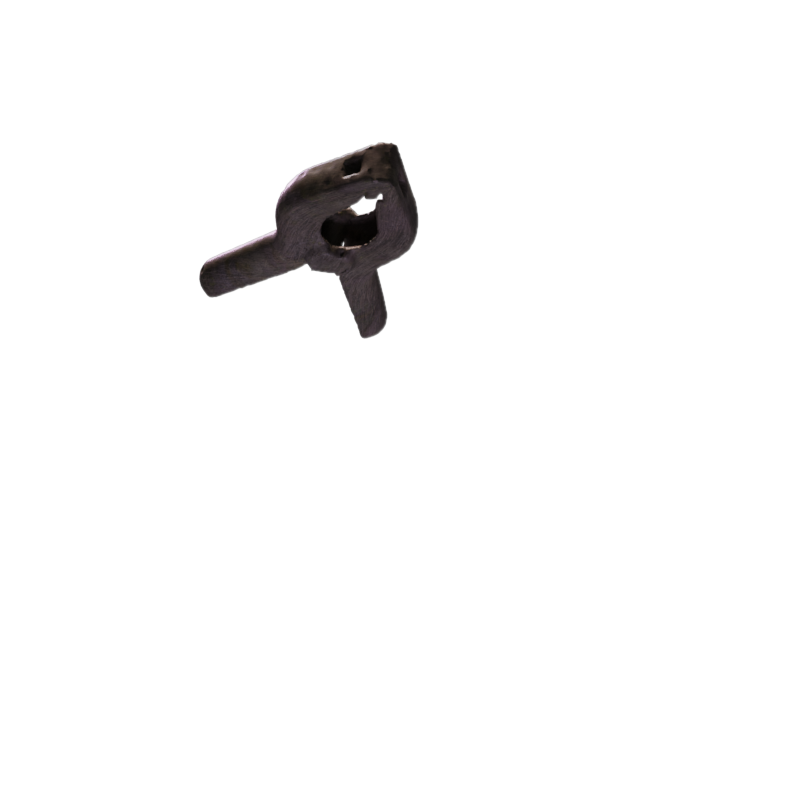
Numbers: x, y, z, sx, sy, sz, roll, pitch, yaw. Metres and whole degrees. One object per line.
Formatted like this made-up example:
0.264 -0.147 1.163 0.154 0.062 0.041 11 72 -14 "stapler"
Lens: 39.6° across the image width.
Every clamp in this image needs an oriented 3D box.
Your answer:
-0.050 -0.091 0.636 0.118 0.042 0.163 6 -30 -12 "clamp"
